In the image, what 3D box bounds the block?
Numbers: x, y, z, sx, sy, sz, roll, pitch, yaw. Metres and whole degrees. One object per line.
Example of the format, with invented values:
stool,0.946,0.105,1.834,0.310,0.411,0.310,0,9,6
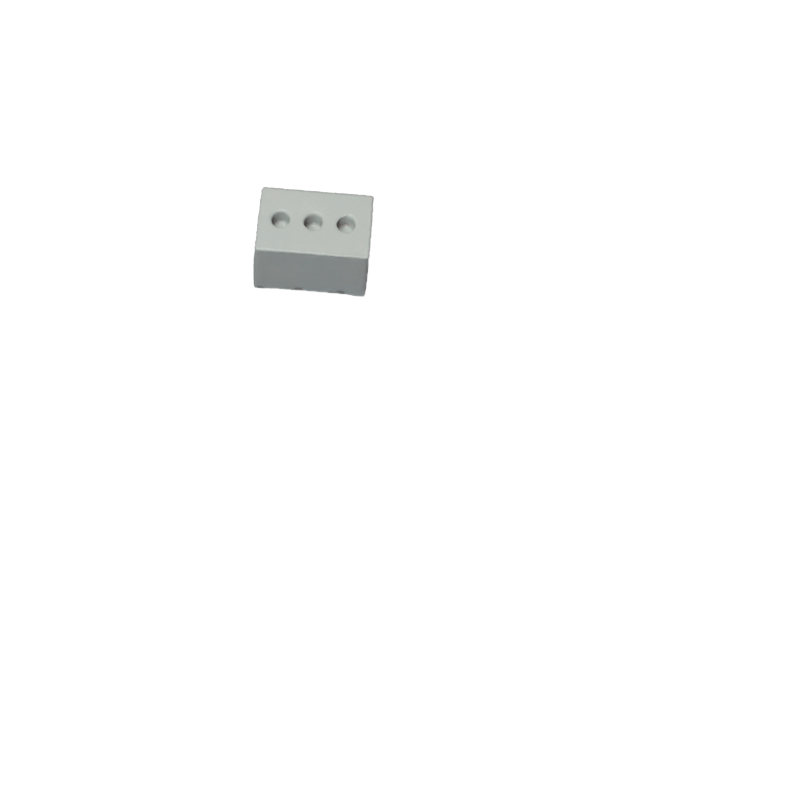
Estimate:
block,-0.059,-0.108,0.754,0.078,0.056,0.048,4,-29,1
